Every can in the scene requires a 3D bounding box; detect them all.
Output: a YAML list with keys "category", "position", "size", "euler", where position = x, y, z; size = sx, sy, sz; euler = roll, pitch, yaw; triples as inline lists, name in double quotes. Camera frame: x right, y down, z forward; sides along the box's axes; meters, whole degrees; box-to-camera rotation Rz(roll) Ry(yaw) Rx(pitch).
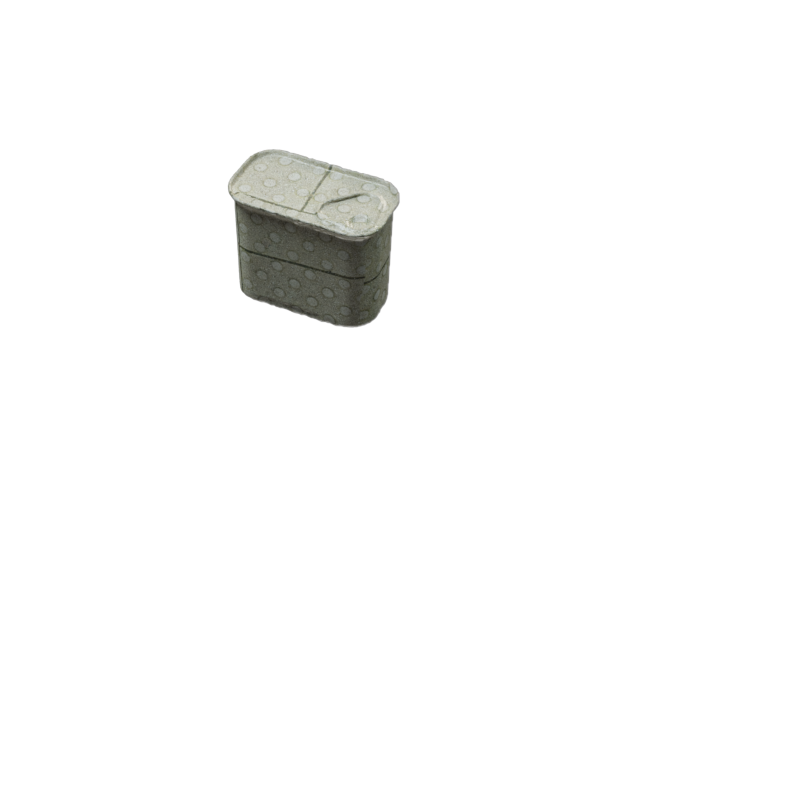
- category: "can"
  position: [-0.054, -0.099, 0.694]
  size: [0.105, 0.078, 0.060]
  euler: [19, 47, 16]
